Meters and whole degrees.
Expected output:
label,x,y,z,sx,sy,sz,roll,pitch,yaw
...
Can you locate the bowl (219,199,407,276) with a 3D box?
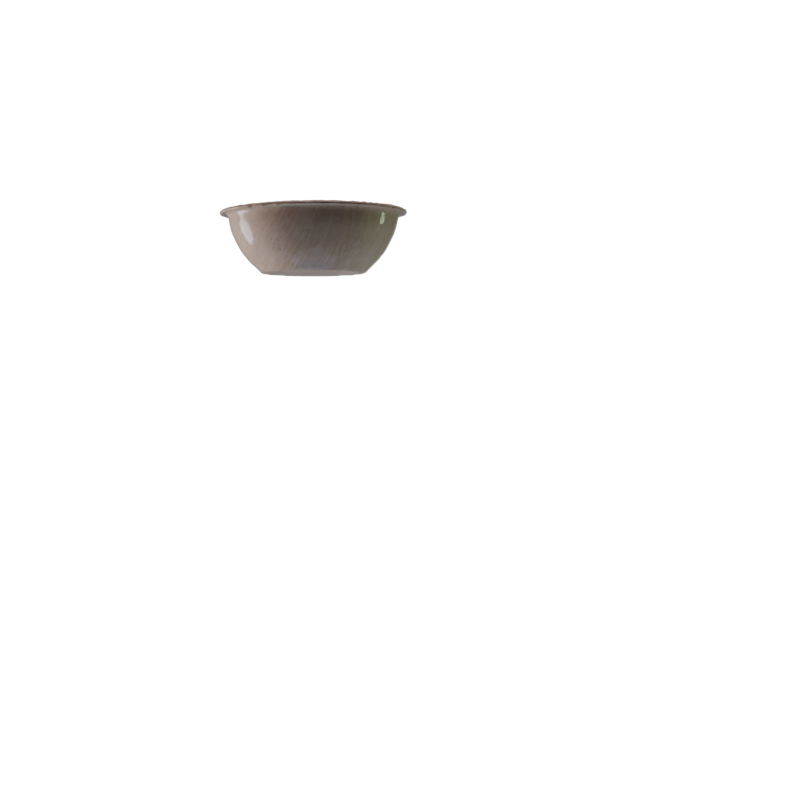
label,x,y,z,sx,sy,sz,roll,pitch,yaw
bowl,-0.075,-0.137,0.957,0.162,0.055,0.162,0,2,-2
